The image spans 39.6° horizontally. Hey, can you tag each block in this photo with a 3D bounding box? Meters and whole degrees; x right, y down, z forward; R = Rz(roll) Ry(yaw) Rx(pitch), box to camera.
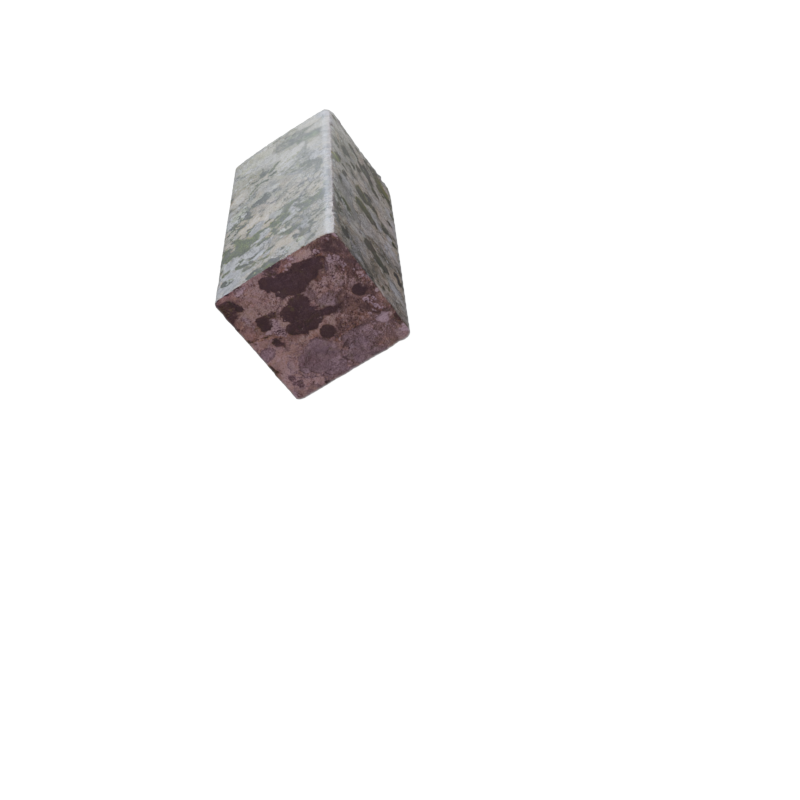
[{"bbox_3d":[-0.060,-0.110,0.767,0.090,0.085,0.219,-31,29,15],"label":"block"}]
